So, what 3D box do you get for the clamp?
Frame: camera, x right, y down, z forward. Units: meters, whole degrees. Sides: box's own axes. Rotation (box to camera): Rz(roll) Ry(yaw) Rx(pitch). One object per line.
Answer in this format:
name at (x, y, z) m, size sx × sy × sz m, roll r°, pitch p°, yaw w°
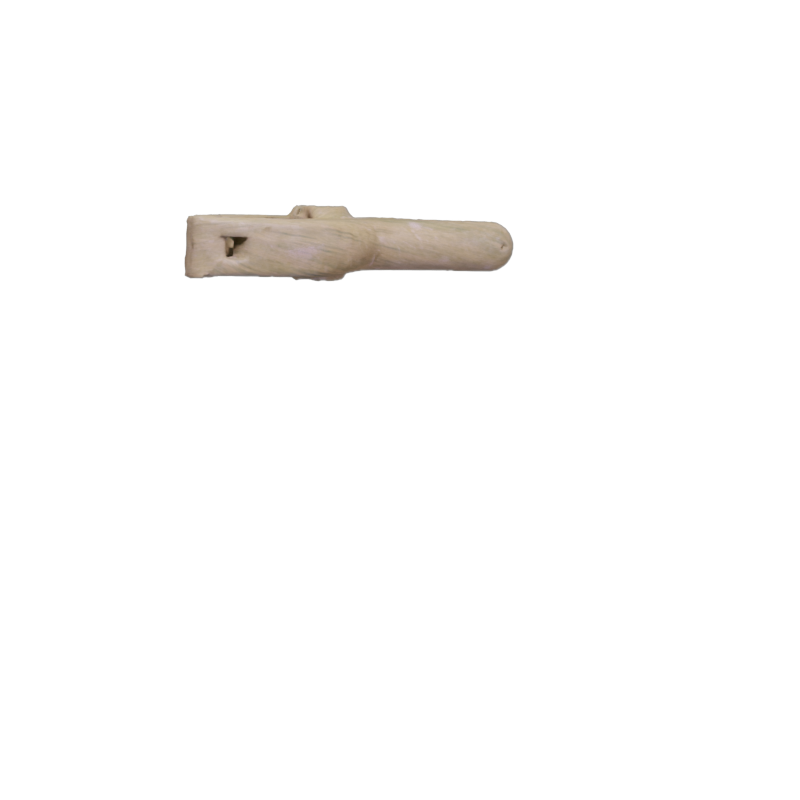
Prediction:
clamp at (-0.042, -0.077, 0.542) m, size 0.165 × 0.039 × 0.125 m, roll -4°, pitch 6°, yaw -41°
